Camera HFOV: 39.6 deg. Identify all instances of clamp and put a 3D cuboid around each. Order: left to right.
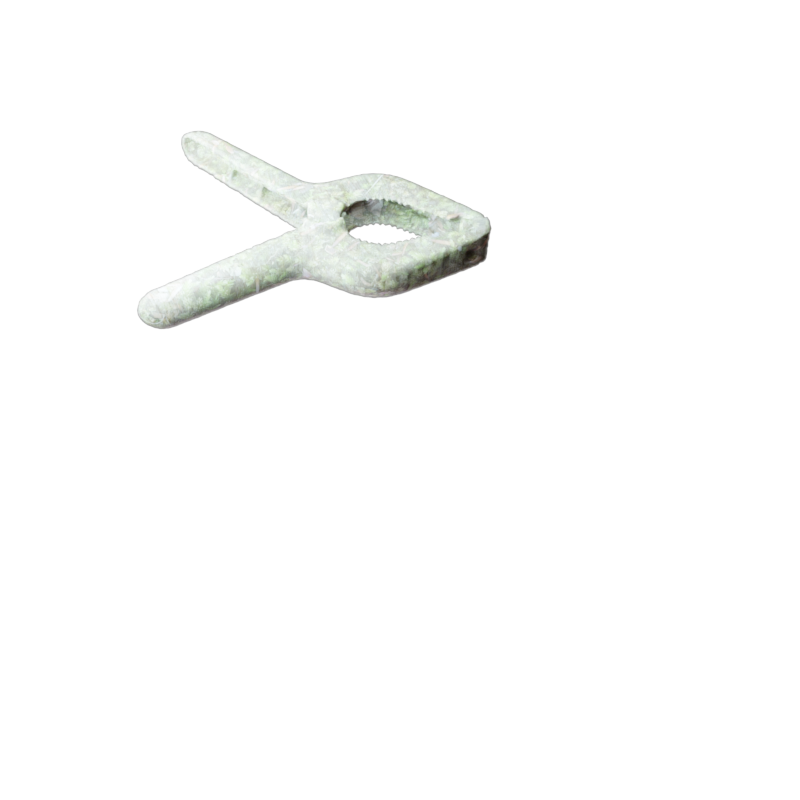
[{"bbox_3d":[-0.053,-0.096,0.676,0.212,0.174,0.034,8,-40,7],"label":"clamp"}]
